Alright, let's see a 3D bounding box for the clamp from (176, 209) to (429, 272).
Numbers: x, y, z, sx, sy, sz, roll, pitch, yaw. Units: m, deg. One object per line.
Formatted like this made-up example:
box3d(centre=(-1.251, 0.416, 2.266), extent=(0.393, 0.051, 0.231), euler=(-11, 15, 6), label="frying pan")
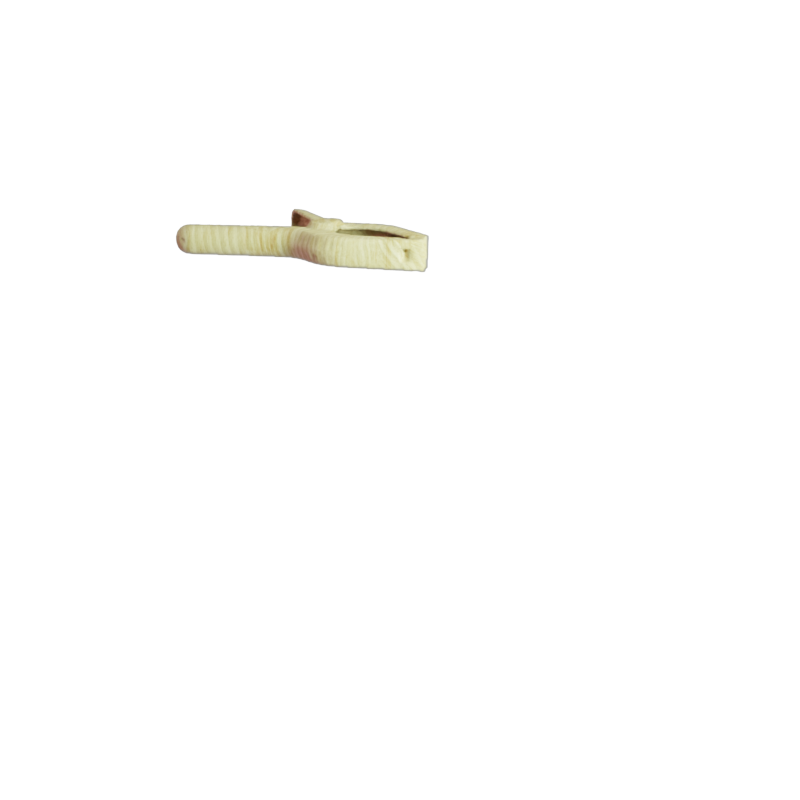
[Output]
box3d(centre=(-0.073, -0.133, 0.932), extent=(0.221, 0.035, 0.161), euler=(16, 23, 41), label="clamp")
